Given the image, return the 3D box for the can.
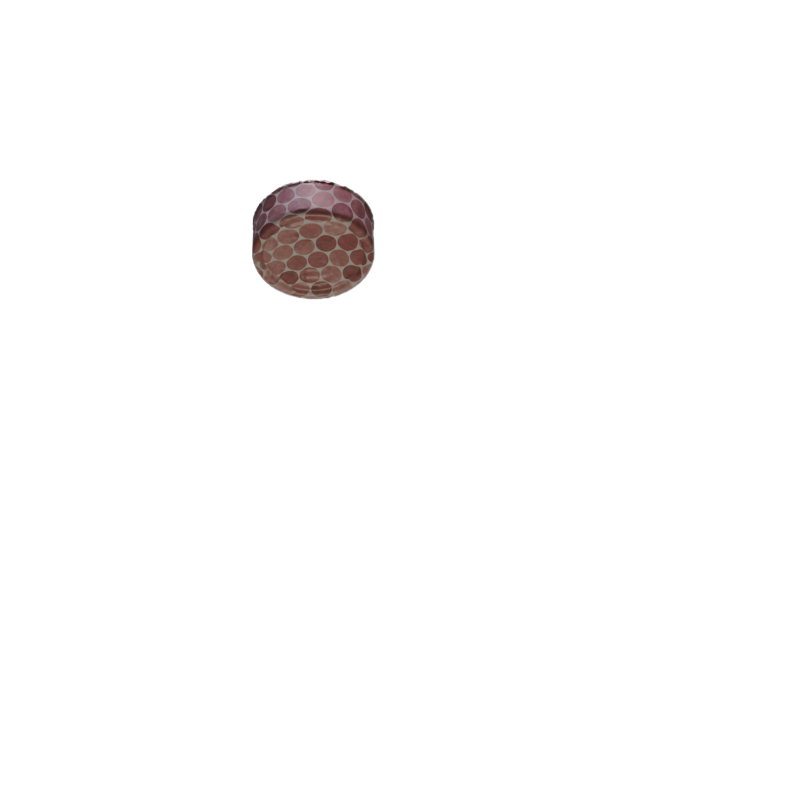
[{"bbox_3d":[-0.060,-0.110,0.768,0.086,0.036,0.080,1,-42,-1],"label":"can"}]
